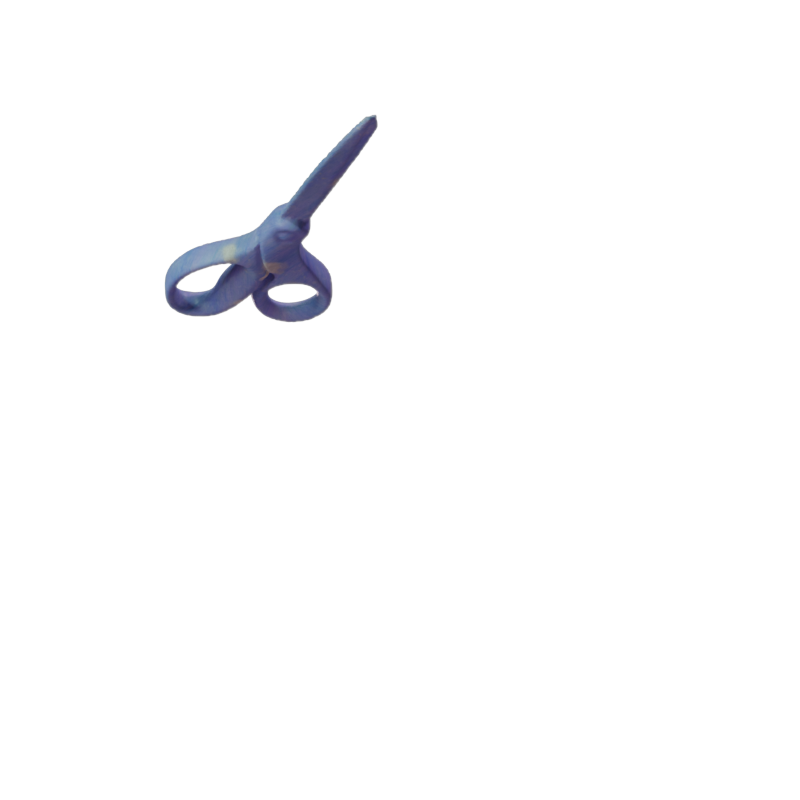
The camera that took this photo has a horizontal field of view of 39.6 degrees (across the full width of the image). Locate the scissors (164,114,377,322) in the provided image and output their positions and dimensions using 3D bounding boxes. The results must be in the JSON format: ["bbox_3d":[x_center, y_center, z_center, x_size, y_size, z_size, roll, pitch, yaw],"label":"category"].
[{"bbox_3d":[-0.042,-0.077,0.537,0.091,0.017,0.202,16,-26,-37],"label":"scissors"}]
